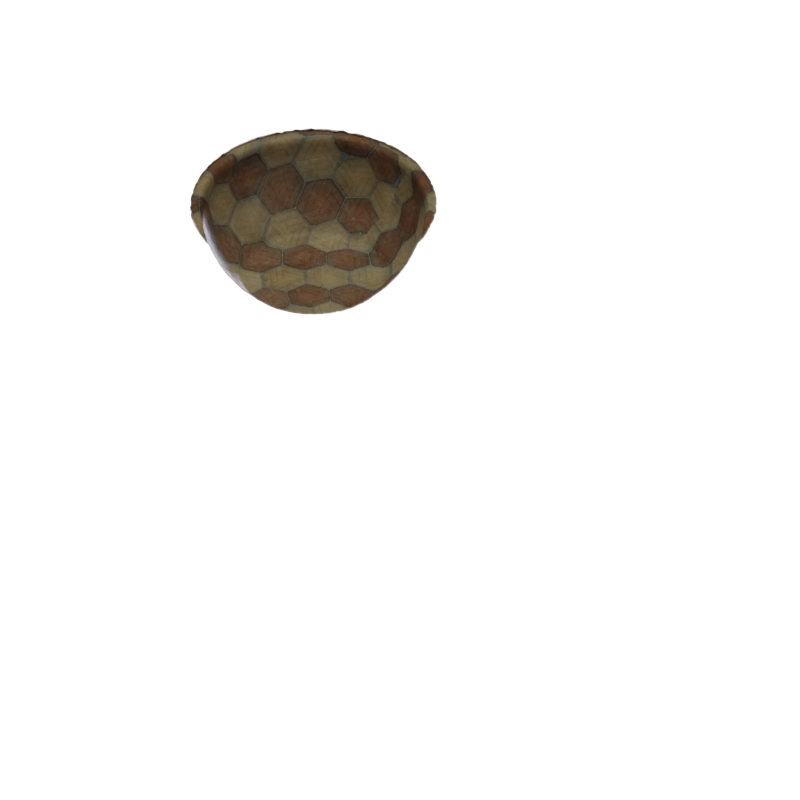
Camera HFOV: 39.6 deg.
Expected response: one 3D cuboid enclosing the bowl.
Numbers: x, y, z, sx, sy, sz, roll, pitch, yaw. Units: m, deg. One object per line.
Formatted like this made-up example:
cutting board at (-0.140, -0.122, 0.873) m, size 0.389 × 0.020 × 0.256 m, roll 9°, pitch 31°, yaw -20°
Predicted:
bowl at (-0.056, -0.102, 0.715) m, size 0.162 × 0.059 × 0.152 m, roll 1°, pitch -30°, yaw -2°
